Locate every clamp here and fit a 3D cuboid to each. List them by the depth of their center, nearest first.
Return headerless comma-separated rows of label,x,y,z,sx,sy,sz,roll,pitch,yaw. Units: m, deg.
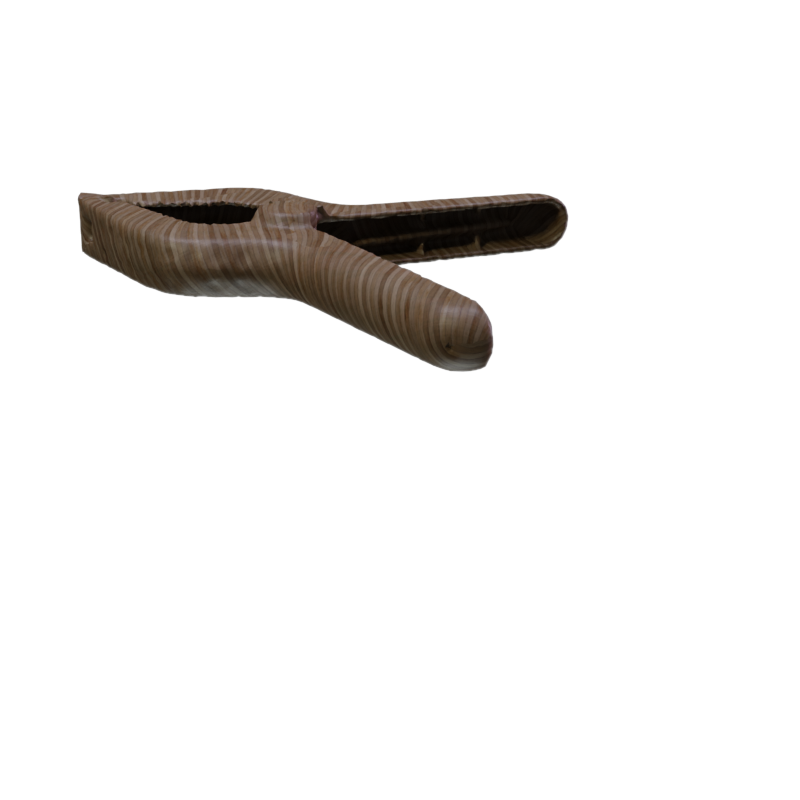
clamp,-0.037,-0.067,0.467,0.218,0.035,0.165,11,25,24
